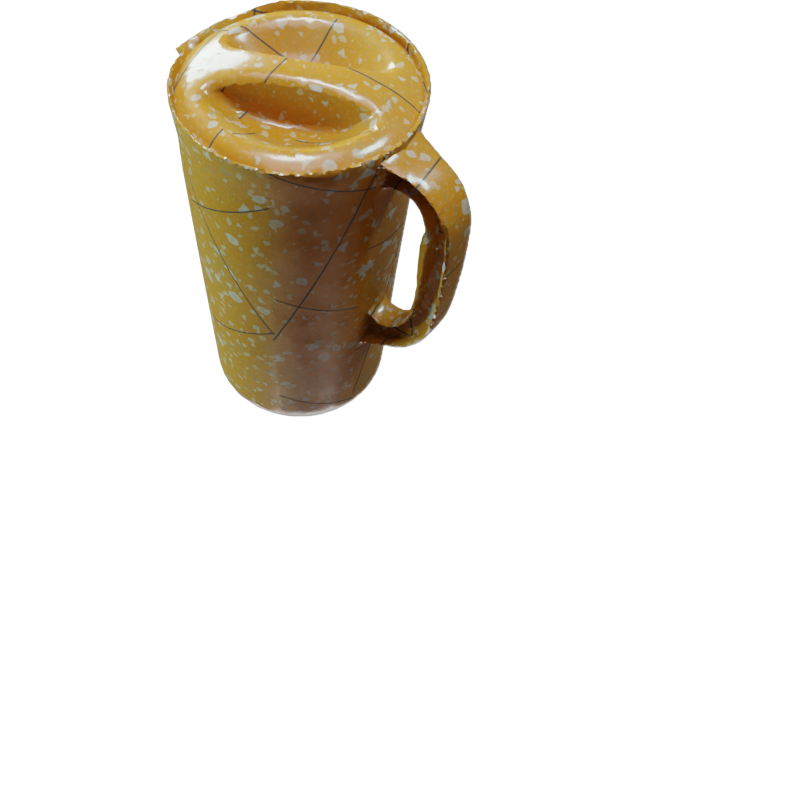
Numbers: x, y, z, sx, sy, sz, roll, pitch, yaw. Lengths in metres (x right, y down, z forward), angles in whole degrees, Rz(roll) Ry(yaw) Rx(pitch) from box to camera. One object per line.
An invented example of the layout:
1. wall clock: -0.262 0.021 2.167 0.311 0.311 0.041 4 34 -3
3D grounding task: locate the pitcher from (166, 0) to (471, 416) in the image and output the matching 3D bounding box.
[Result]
1. pitcher: -0.050 -0.091 0.637 0.144 0.161 0.227 -4 -37 -6
